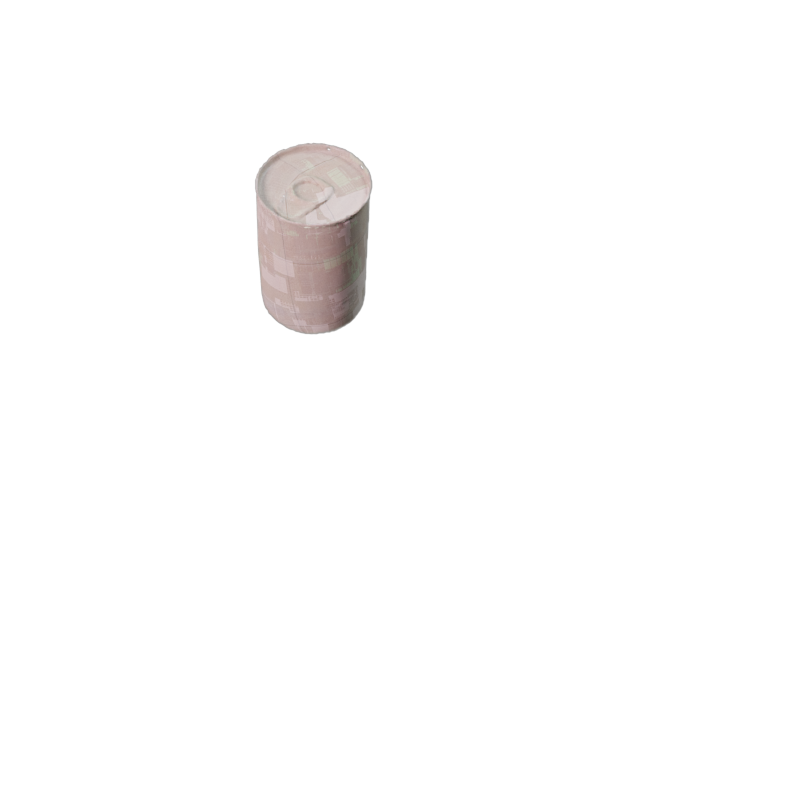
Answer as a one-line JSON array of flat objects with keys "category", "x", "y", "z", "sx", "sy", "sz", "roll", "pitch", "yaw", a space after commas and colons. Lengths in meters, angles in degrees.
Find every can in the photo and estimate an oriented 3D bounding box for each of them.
[{"category": "can", "x": -0.053, "y": -0.097, "z": 0.677, "sx": 0.068, "sy": 0.073, "sz": 0.095, "roll": 0, "pitch": -39, "yaw": -3}]
